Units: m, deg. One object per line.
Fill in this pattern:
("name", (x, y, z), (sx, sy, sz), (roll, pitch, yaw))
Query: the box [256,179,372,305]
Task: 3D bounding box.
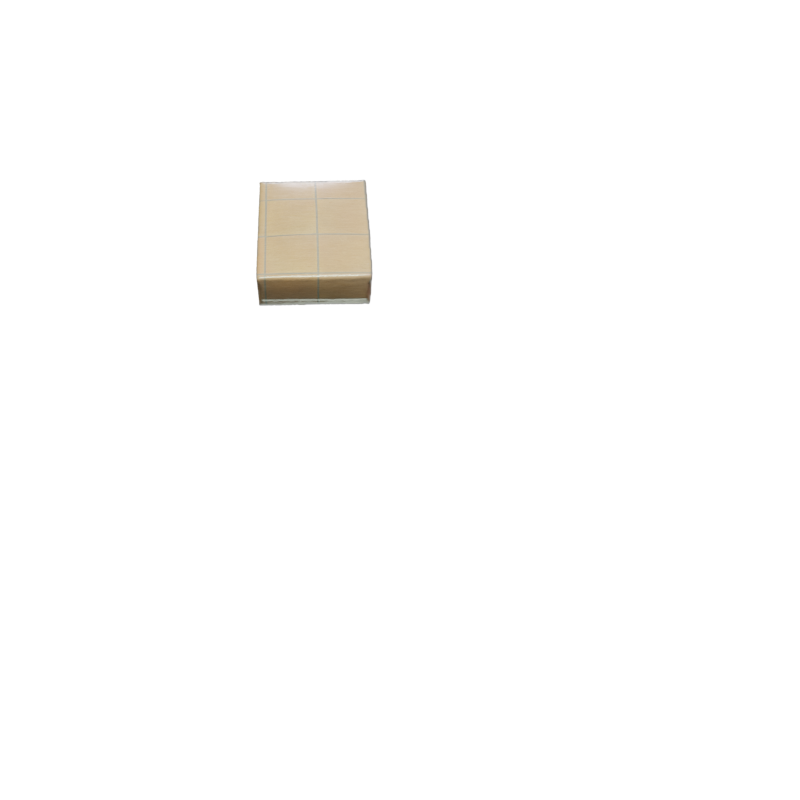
("box", (-0.070, -0.128, 0.898), (0.090, 0.122, 0.036), (-2, -42, -2))
